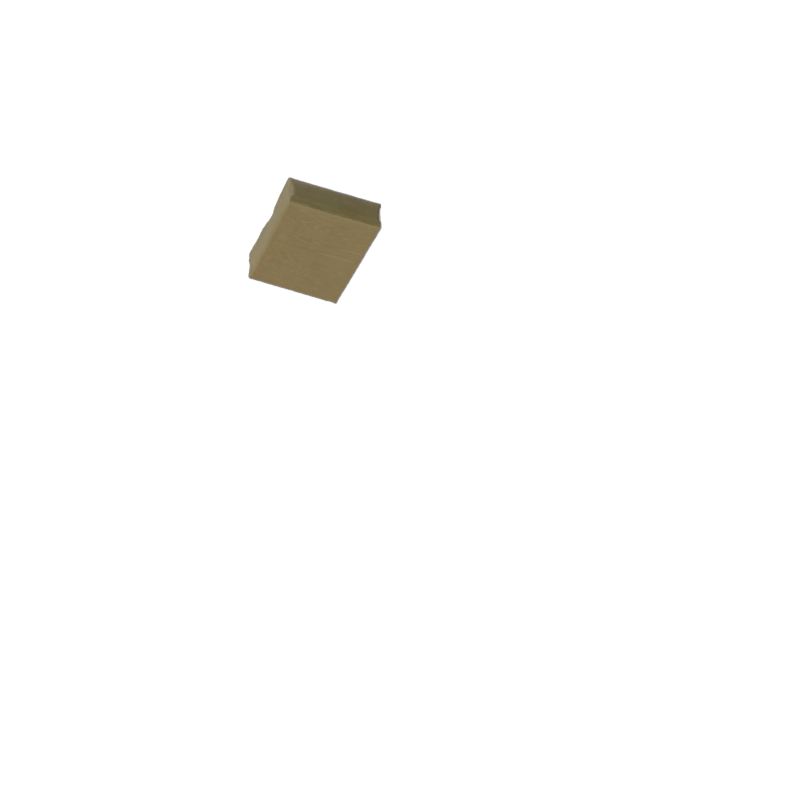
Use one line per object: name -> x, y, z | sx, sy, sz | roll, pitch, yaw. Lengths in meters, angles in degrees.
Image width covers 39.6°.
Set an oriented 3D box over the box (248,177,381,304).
box -> -0.064, -0.117, 0.821 | 0.071, 0.032, 0.086 | 16, -44, -18
